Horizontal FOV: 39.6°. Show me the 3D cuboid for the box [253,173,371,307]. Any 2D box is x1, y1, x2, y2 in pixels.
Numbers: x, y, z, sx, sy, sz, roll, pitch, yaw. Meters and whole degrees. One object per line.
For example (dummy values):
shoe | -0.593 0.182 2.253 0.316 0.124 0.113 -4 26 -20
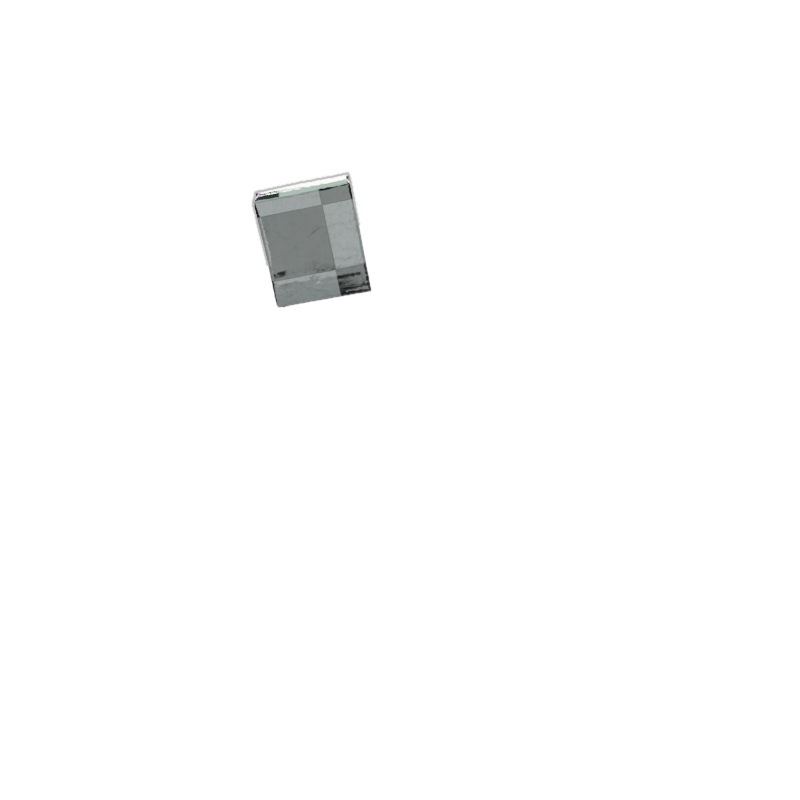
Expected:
box | -0.065 -0.119 0.833 0.073 0.085 0.032 -11 19 3
